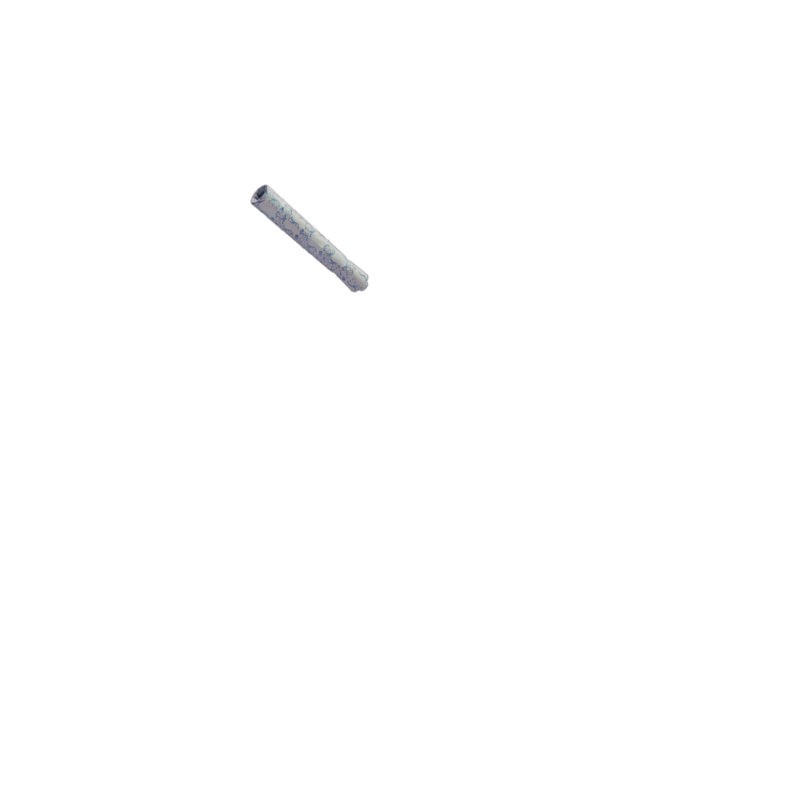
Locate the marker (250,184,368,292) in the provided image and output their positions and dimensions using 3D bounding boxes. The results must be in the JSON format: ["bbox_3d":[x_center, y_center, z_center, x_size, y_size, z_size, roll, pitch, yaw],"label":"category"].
[{"bbox_3d":[-0.067,-0.121,0.851,0.114,0.020,0.020,40,-19,-29],"label":"marker"}]
